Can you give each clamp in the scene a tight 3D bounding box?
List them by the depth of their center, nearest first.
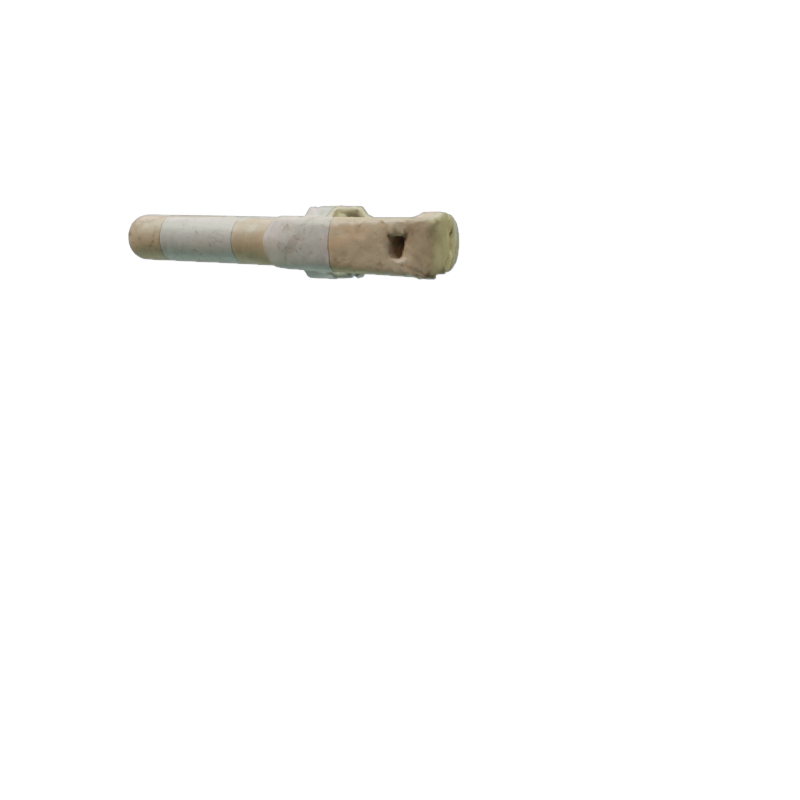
[{"bbox_3d":[-0.044,-0.080,0.557,0.161,0.036,0.217,-3,10,-19],"label":"clamp"}]
